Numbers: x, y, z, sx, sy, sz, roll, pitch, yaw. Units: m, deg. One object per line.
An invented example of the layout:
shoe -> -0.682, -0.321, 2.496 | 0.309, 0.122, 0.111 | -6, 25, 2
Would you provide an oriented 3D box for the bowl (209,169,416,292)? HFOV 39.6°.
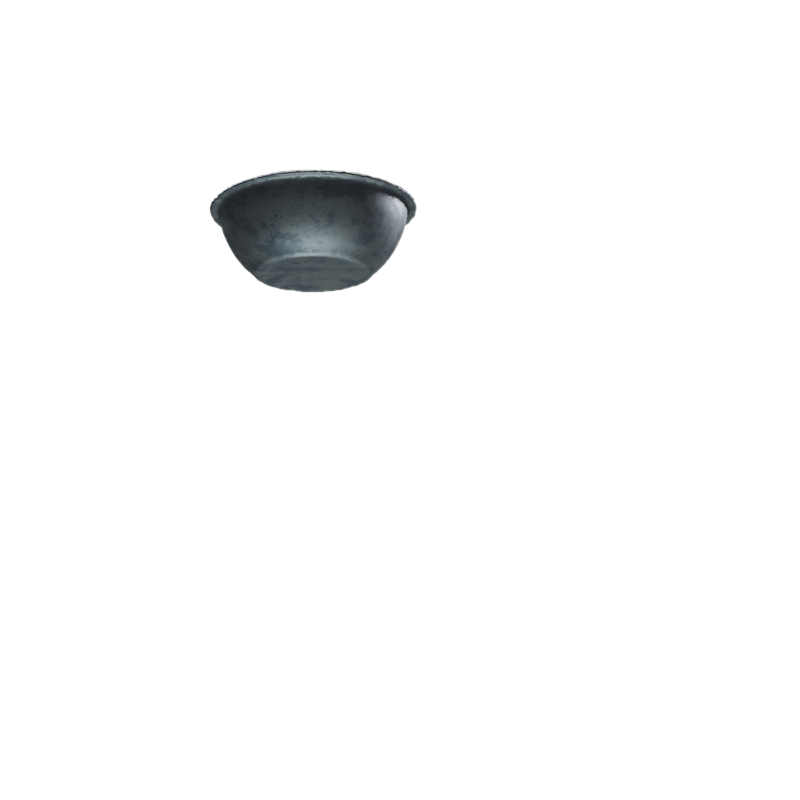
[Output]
bowl -> -0.067, -0.123, 0.860 | 0.162, 0.057, 0.156 | 0, -13, -2
